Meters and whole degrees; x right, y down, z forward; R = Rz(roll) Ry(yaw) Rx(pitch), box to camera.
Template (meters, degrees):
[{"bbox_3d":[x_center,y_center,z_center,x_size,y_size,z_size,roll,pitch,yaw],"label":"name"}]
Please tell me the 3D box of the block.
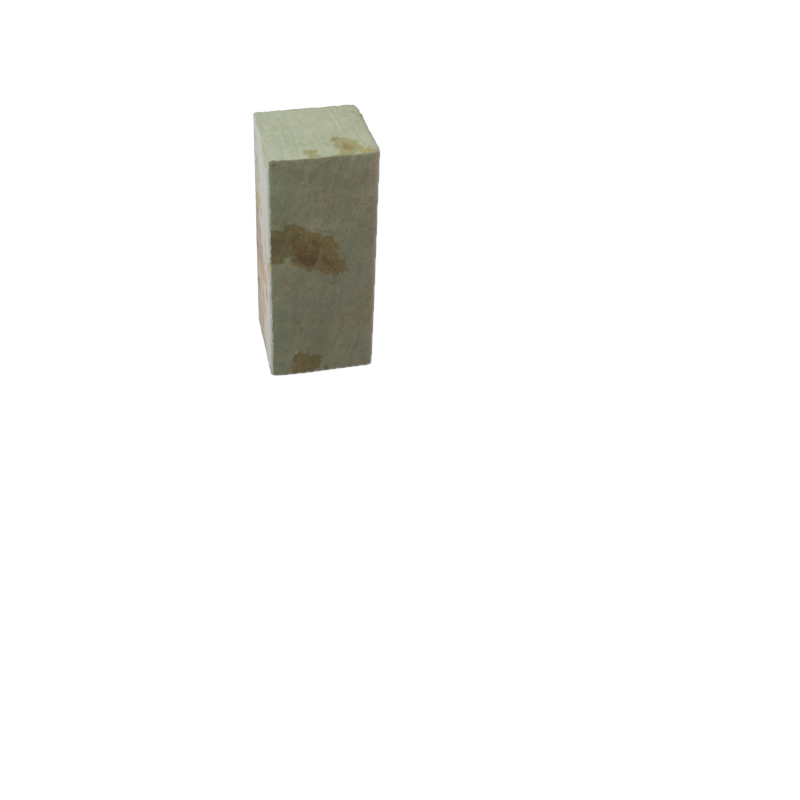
[{"bbox_3d":[-0.072,-0.133,0.931,0.089,0.193,0.098,-5,35,-12],"label":"block"}]
